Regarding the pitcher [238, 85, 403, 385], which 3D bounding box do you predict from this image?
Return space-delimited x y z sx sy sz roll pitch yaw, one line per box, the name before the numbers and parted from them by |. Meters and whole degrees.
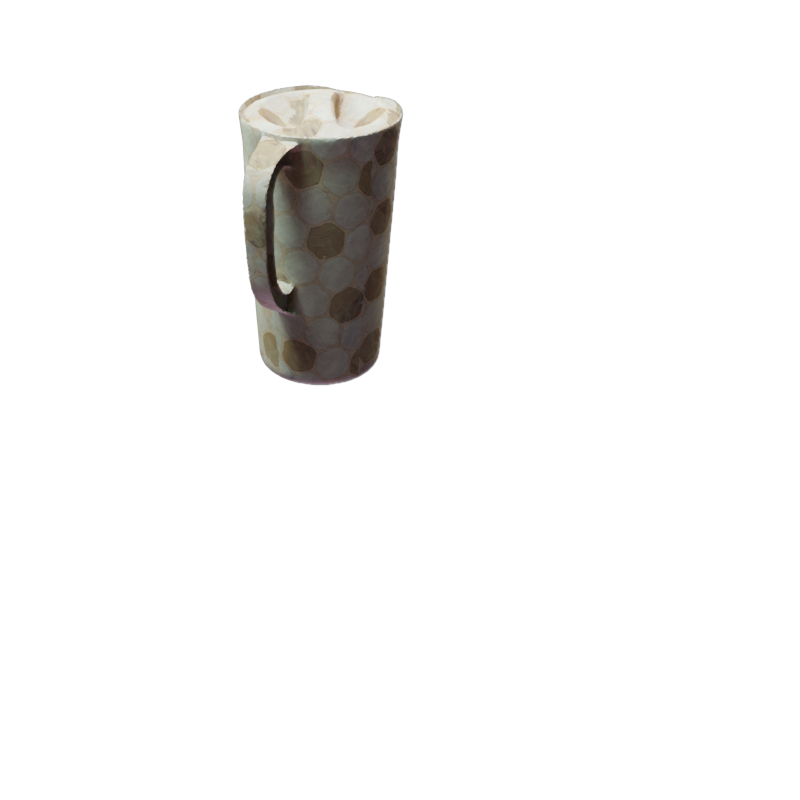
pitcher | -0.074 -0.134 0.939 0.147 0.230 0.156 -8 30 -18
